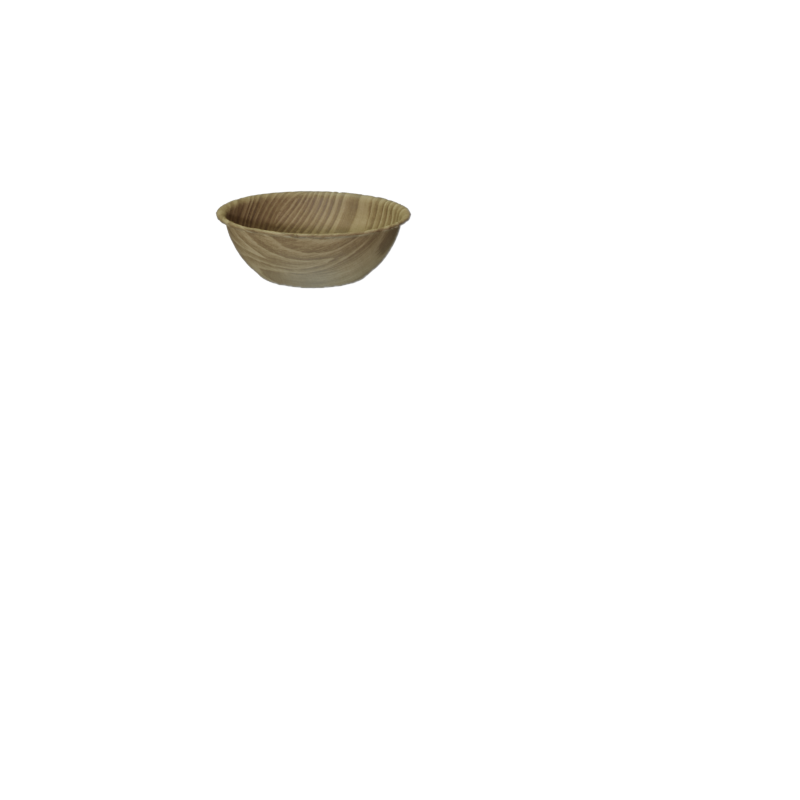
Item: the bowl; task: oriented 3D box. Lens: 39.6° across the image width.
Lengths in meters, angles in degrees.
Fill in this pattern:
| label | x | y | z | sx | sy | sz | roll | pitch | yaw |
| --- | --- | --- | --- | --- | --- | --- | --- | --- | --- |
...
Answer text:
| label | x | y | z | sx | sy | sz | roll | pitch | yaw |
| --- | --- | --- | --- | --- | --- | --- | --- | --- | --- |
| bowl | -0.072 | -0.132 | 0.925 | 0.162 | 0.053 | 0.169 | -1 | 21 | -2 |
